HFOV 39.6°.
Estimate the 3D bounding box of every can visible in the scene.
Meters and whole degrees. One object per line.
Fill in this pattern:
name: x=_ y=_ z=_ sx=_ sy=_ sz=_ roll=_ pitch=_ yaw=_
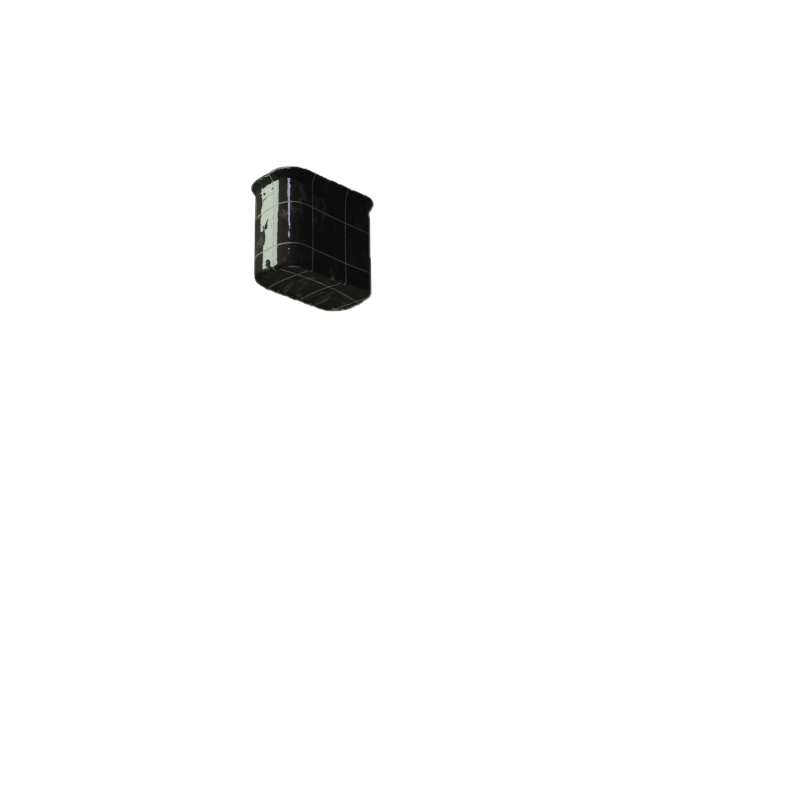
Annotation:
can: x=-0.068 y=-0.124 z=0.871 sx=0.096 sy=0.088 sz=0.058 roll=19 pitch=-30 yaw=-40
